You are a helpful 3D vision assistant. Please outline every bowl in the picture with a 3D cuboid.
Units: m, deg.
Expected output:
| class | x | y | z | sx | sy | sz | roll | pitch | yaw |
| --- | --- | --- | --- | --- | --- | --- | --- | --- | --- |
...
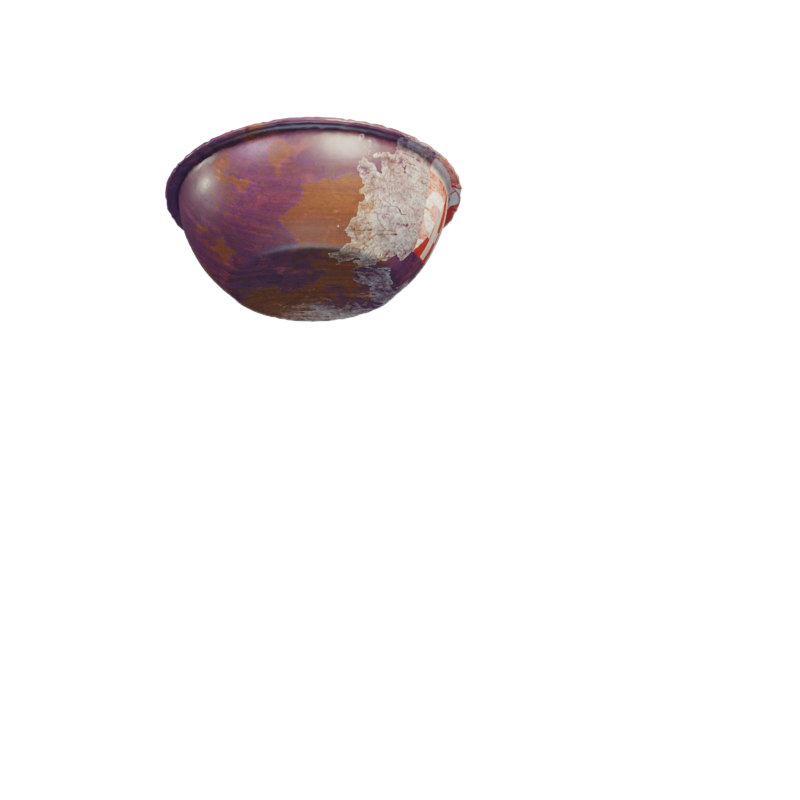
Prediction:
| class | x | y | z | sx | sy | sz | roll | pitch | yaw |
| --- | --- | --- | --- | --- | --- | --- | --- | --- | --- |
| bowl | -0.047 | -0.085 | 0.597 | 0.162 | 0.058 | 0.154 | 1 | -22 | -2 |
